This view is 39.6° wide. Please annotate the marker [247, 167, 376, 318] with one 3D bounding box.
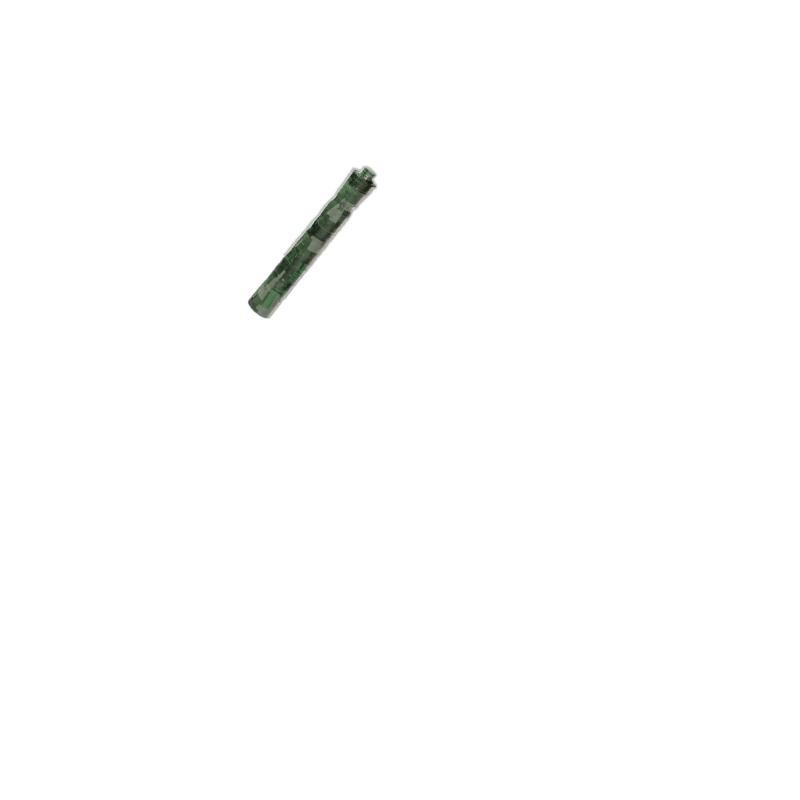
[{"bbox_3d":[-0.057,-0.104,0.725,0.019,0.119,0.021,37,16,-16],"label":"marker"}]
